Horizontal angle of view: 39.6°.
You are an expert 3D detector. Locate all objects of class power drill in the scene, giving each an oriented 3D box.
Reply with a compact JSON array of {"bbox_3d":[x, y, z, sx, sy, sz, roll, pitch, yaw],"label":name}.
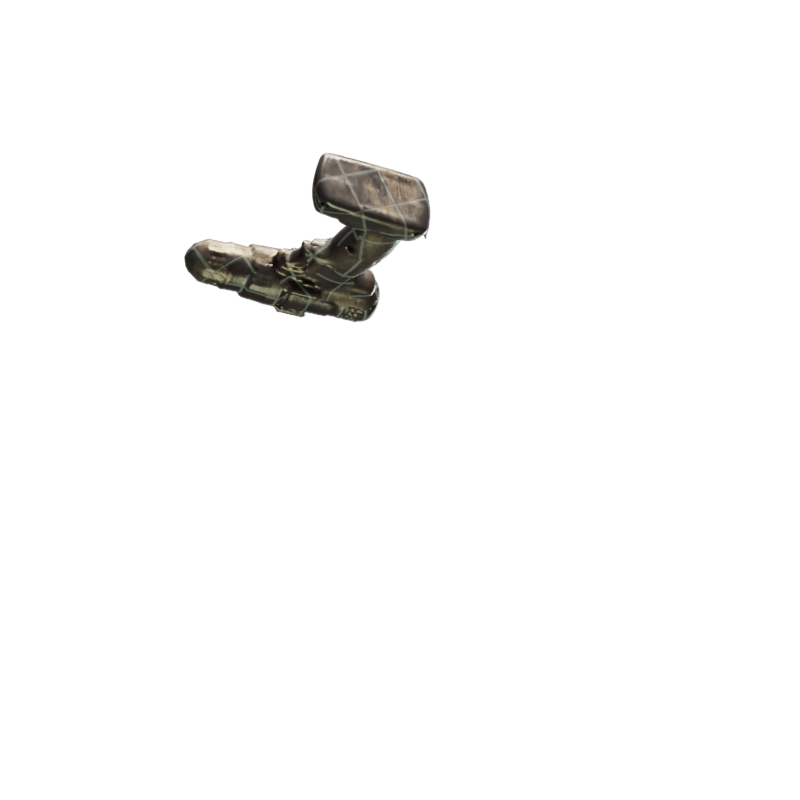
[{"bbox_3d":[-0.075,-0.136,0.953,0.178,0.061,0.184,11,-28,-23],"label":"power drill"}]
